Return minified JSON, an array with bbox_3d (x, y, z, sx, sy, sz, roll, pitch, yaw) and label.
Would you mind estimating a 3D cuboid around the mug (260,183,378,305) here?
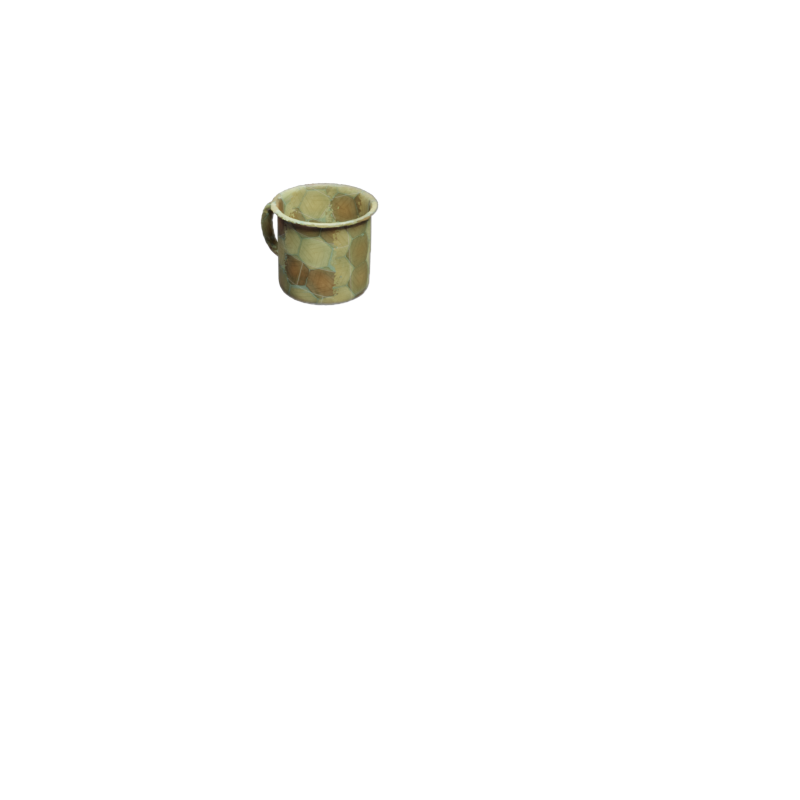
[{"bbox_3d":[-0.077,-0.140,0.979,0.123,0.077,0.094,20,35,30],"label":"mug"}]
